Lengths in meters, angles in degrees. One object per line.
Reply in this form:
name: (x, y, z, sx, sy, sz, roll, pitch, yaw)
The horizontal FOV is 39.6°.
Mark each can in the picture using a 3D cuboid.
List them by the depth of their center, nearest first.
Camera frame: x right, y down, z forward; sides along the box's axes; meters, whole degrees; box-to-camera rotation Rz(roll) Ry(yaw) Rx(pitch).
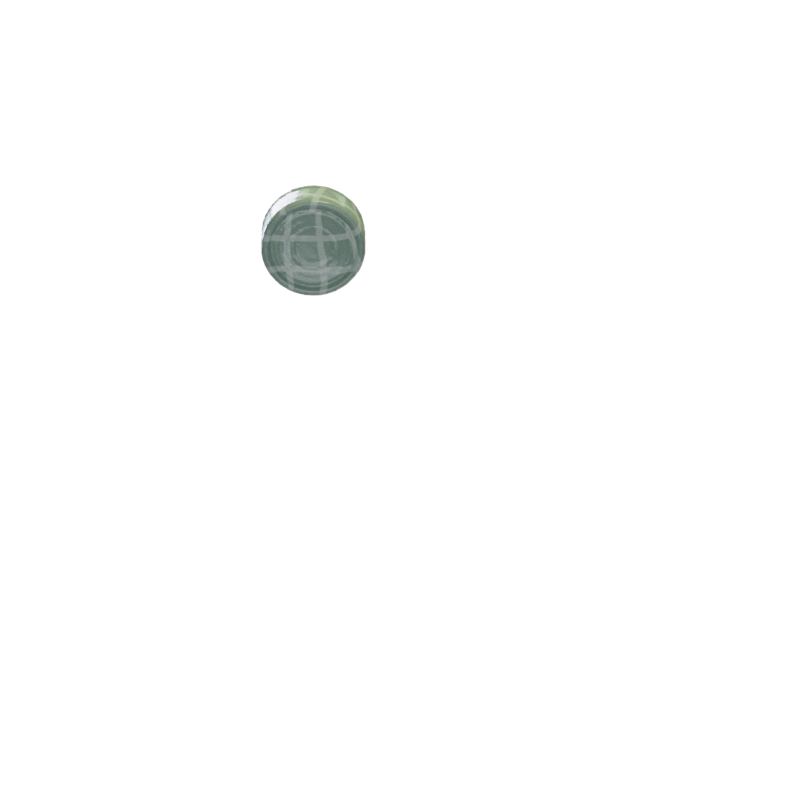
can: (-0.071, -0.129, 0.901, 0.086, 0.081, 0.035, 1, 25, -1)
